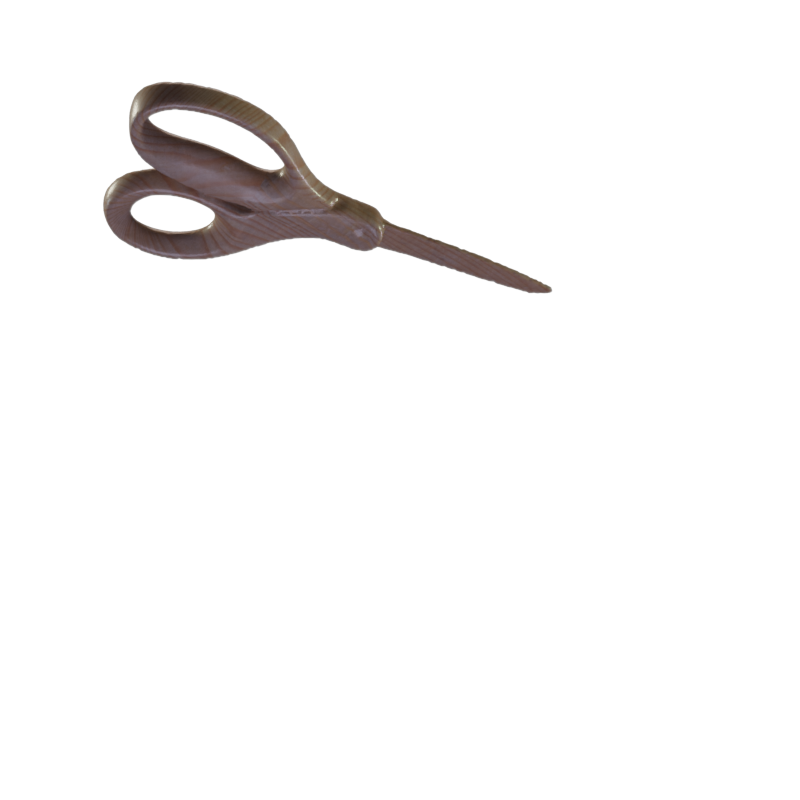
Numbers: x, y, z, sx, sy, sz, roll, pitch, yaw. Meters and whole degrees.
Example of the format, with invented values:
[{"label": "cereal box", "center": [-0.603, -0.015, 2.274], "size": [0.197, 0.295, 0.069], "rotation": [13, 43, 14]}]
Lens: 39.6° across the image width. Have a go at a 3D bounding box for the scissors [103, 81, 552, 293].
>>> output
[{"label": "scissors", "center": [-0.036, -0.066, 0.466], "size": [0.189, 0.017, 0.095], "rotation": [29, -45, -33]}]
